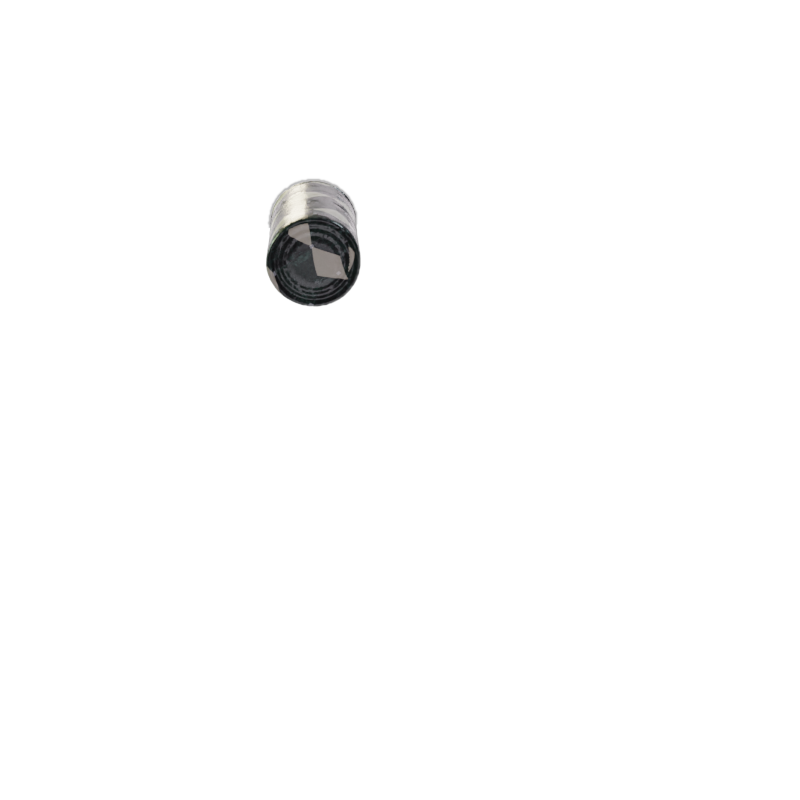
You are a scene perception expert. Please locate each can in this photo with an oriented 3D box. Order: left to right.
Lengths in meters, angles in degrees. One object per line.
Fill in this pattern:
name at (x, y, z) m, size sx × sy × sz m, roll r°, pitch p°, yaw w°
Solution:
can at (-0.064, -0.117, 0.819) m, size 0.068 × 0.065 × 0.107 m, roll 0°, pitch 23°, yaw -3°
